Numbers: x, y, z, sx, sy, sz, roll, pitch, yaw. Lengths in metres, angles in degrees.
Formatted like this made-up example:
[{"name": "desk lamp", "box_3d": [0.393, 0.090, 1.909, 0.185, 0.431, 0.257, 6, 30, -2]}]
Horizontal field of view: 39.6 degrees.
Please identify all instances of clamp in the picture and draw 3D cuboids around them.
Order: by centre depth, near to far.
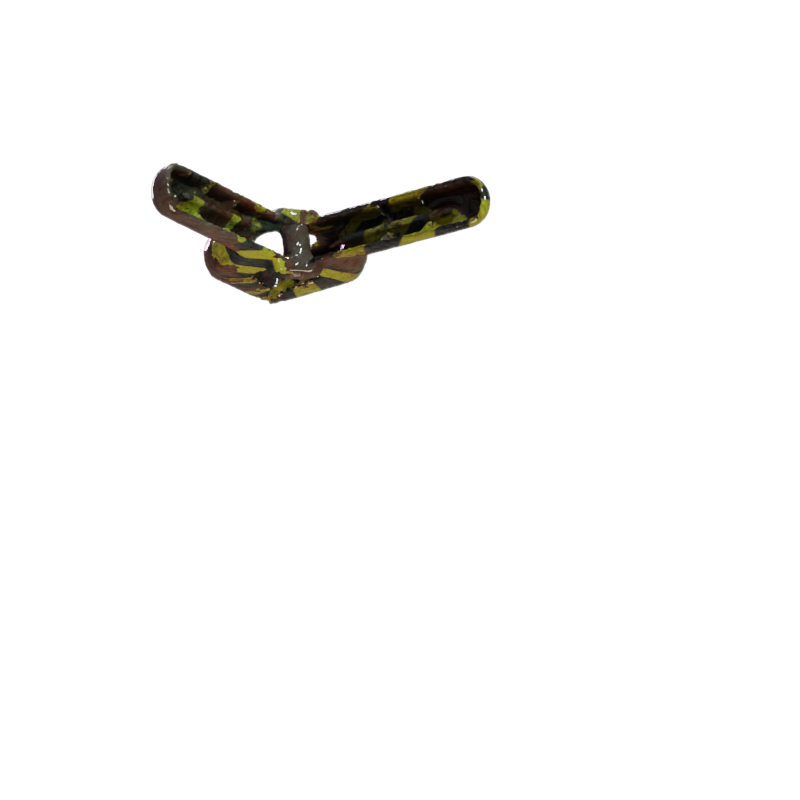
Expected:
[{"name": "clamp", "box_3d": [-0.048, -0.088, 0.614, 0.163, 0.037, 0.206, 1, -7, -6]}]
